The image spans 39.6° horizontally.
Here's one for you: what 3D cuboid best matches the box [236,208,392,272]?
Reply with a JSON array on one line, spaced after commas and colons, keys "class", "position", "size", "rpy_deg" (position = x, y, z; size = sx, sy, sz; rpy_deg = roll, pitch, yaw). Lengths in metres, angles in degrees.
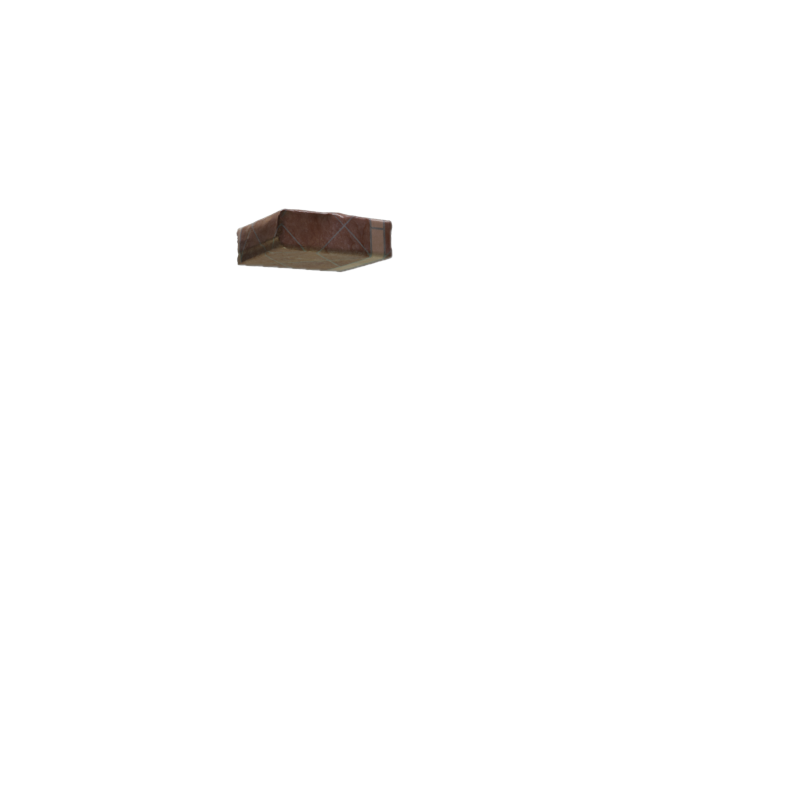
[{"class": "box", "position": [-0.061, -0.112, 0.781], "size": [0.086, 0.031, 0.074], "rpy_deg": [2, -5, -29]}]
